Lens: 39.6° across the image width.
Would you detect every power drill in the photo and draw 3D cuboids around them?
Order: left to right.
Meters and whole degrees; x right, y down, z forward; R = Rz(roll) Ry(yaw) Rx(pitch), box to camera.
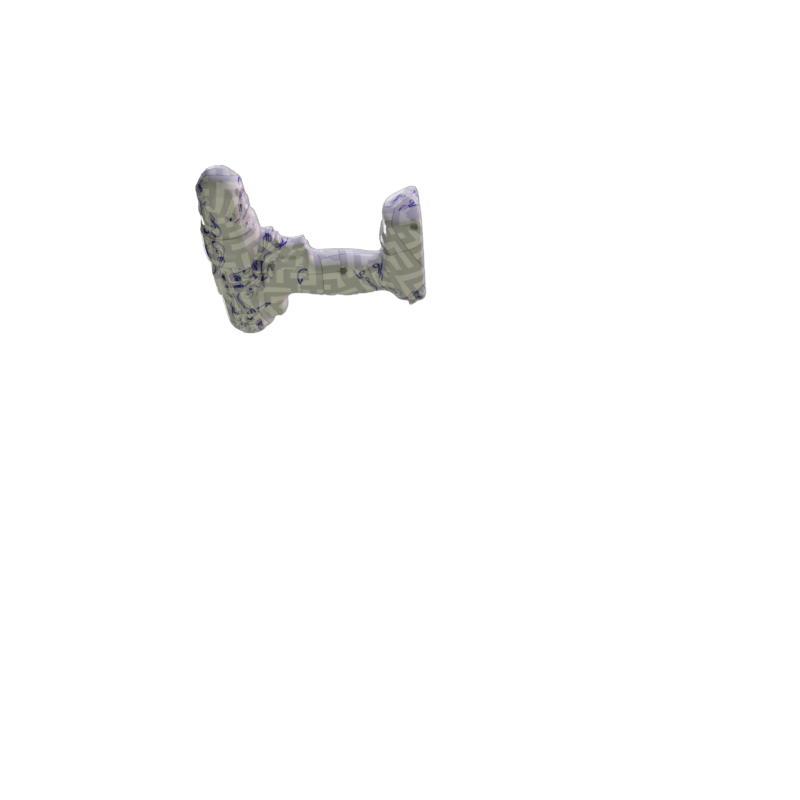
[{"bbox_3d":[-0.074,-0.136,0.951,0.189,0.062,0.171,-4,-39,4],"label":"power drill"}]
